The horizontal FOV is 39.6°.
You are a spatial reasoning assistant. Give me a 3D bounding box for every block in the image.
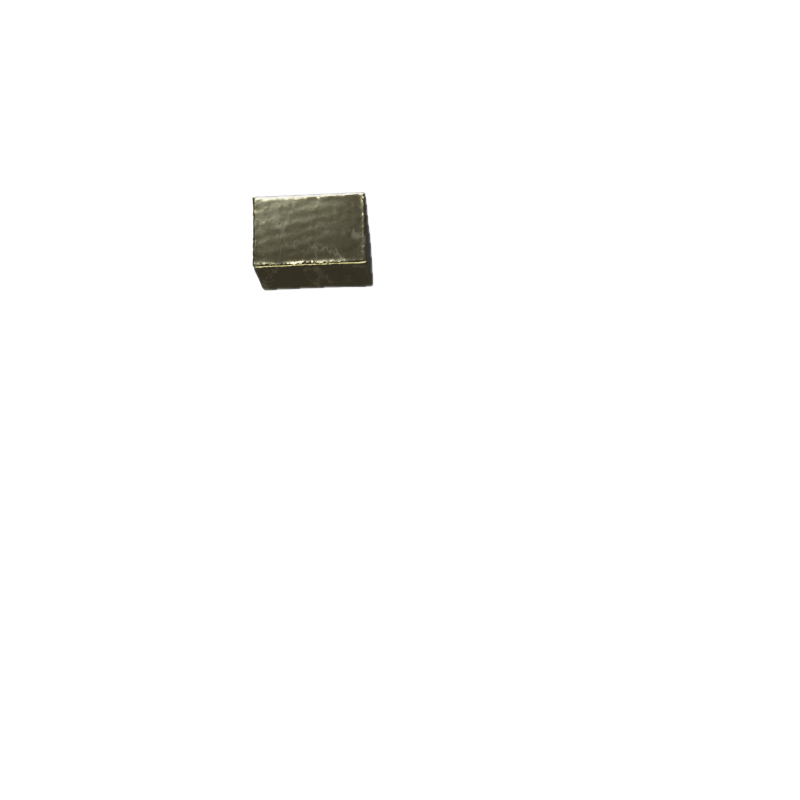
[{"bbox_3d":[-0.059,-0.107,0.750,0.078,0.054,0.050,-1,-17,4],"label":"block"}]
